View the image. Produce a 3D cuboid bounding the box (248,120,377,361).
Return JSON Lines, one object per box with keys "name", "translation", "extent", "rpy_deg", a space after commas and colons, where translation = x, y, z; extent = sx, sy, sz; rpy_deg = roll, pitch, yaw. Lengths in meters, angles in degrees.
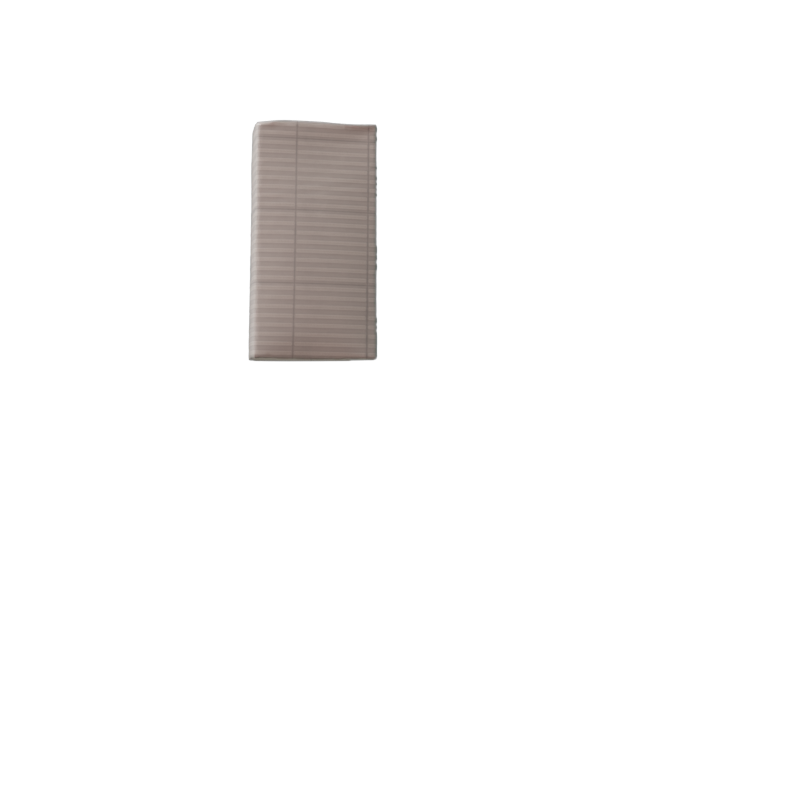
{"name": "box", "translation": [-0.064, -0.117, 0.822], "extent": [0.092, 0.179, 0.048], "rpy_deg": [0, -6, -9]}
